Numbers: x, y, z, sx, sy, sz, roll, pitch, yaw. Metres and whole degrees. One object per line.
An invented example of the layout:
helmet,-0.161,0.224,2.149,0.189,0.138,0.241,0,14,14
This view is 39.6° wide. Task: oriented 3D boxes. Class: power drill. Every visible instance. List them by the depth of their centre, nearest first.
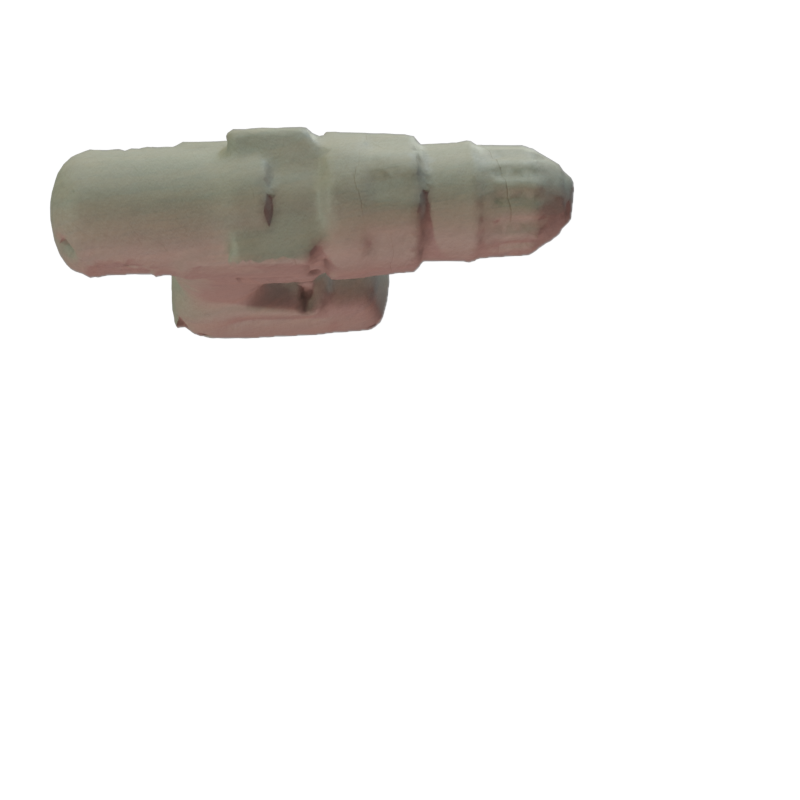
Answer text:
power drill,-0.036,-0.066,0.462,0.184,0.059,0.184,0,-6,-2
